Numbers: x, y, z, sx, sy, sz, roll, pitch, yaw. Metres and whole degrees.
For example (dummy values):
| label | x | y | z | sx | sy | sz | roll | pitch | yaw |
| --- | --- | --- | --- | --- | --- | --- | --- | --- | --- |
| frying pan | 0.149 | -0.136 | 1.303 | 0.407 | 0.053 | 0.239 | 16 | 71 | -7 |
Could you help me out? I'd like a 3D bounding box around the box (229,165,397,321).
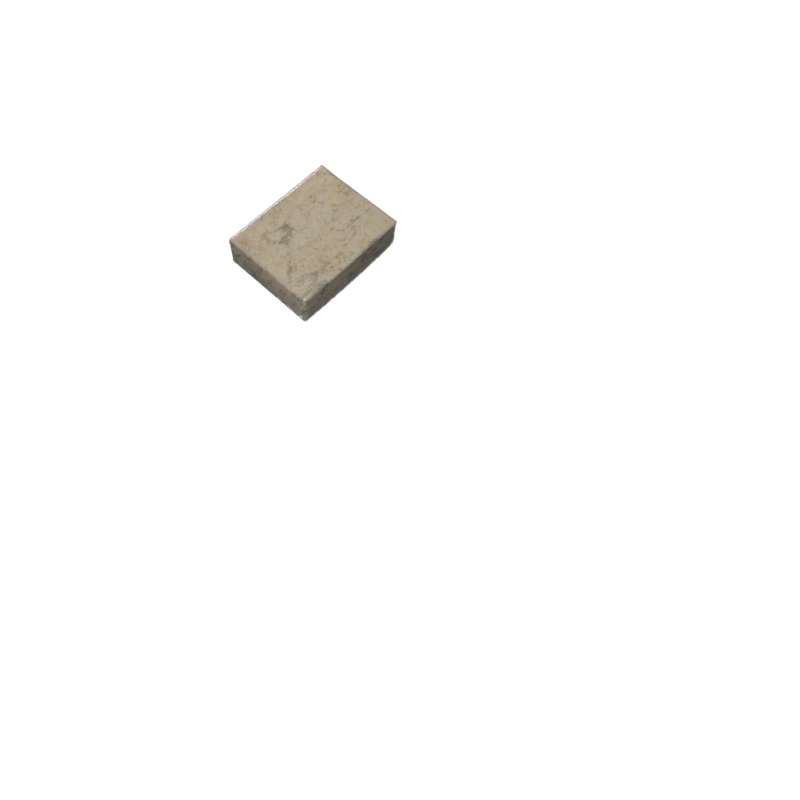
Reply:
| label | x | y | z | sx | sy | sz | roll | pitch | yaw |
| --- | --- | --- | --- | --- | --- | --- | --- | --- | --- |
| box | -0.073 | -0.133 | 0.930 | 0.095 | 0.115 | 0.036 | 38 | -25 | 21 |
